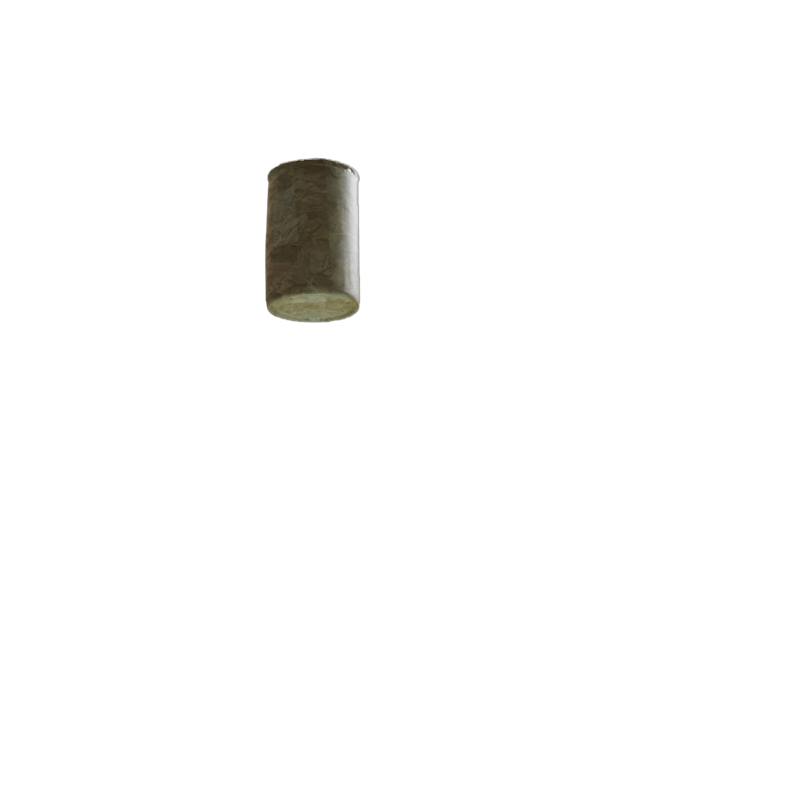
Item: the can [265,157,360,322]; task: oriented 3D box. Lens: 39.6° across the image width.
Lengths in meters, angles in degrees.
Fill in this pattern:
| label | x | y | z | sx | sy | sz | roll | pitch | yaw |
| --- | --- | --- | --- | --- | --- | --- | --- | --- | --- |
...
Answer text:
| label | x | y | z | sx | sy | sz | roll | pitch | yaw |
| --- | --- | --- | --- | --- | --- | --- | --- | --- | --- |
| can | -0.062 | -0.113 | 0.795 | 0.068 | 0.107 | 0.066 | 0 | -19 | -2 |
